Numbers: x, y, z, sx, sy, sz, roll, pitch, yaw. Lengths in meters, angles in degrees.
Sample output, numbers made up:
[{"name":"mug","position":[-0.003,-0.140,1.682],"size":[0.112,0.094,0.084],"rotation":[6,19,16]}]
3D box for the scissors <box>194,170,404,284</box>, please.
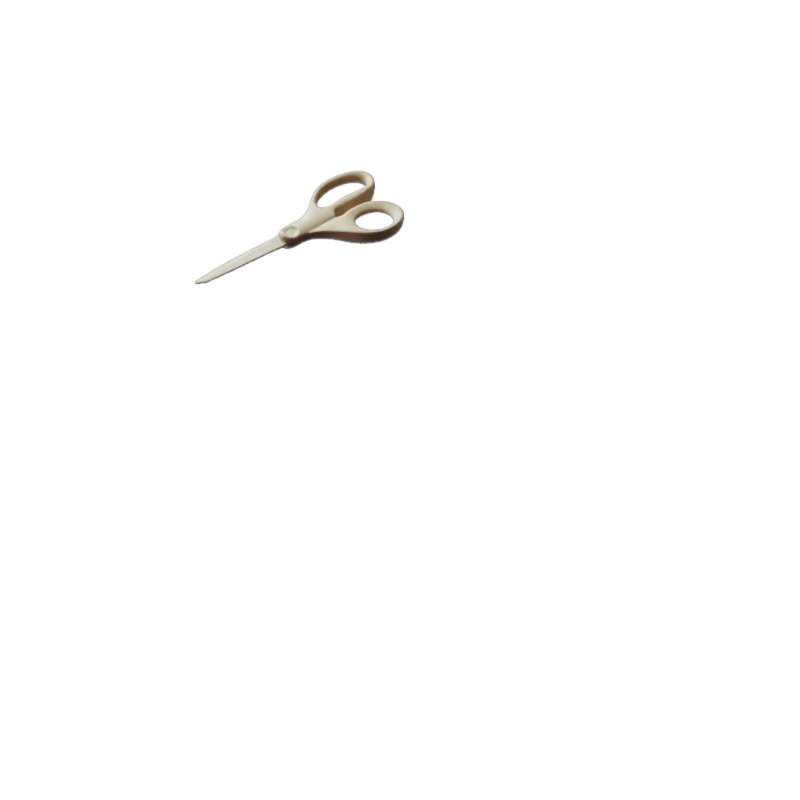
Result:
[{"name":"scissors","position":[-0.075,-0.136,0.954],"size":[0.101,0.015,0.206],"rotation":[26,52,23]}]
